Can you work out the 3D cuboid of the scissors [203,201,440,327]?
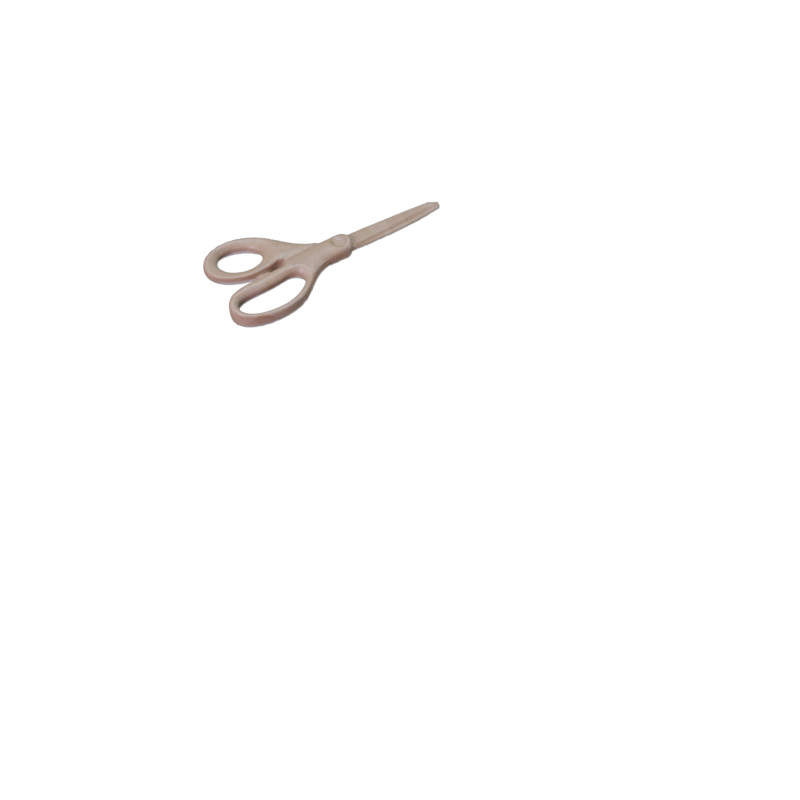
[{"bbox_3d":[-0.066,-0.121,0.849,0.102,0.015,0.205,28,50,26],"label":"scissors"}]
